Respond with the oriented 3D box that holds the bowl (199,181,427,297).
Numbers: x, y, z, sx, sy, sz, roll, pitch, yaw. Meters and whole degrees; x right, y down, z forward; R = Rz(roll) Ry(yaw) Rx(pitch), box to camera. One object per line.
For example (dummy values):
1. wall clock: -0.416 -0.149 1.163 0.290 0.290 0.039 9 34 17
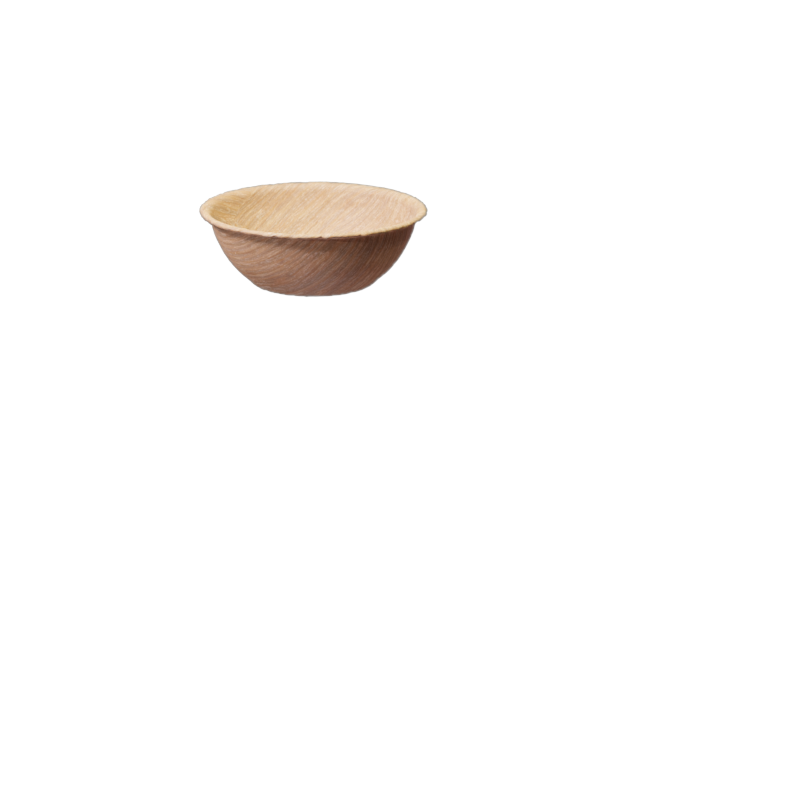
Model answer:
1. bowl: -0.062 -0.113 0.794 0.162 0.053 0.169 -1 22 -2
